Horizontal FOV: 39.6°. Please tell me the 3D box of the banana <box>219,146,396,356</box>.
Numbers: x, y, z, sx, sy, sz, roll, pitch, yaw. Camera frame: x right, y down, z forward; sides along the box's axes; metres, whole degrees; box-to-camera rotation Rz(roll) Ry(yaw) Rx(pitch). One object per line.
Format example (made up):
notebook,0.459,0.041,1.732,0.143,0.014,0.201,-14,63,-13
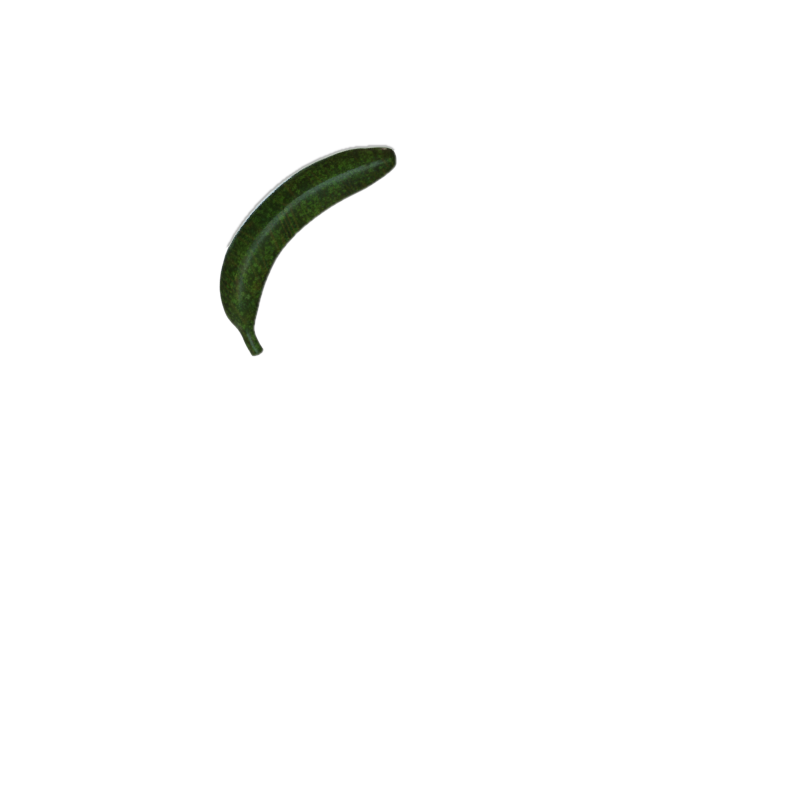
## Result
banana,-0.084,-0.128,0.849,0.067,0.194,0.039,33,19,-15
